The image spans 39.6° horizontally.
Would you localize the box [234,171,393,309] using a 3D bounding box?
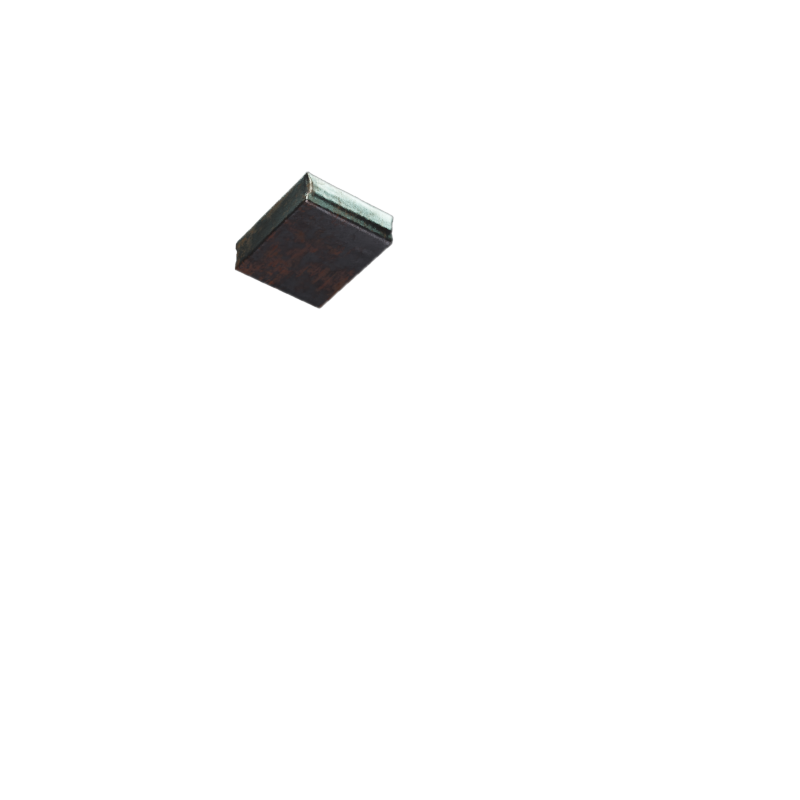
[{"bbox_3d":[-0.059,-0.108,0.757,0.069,0.032,0.088,25,-45,-29],"label":"box"}]
